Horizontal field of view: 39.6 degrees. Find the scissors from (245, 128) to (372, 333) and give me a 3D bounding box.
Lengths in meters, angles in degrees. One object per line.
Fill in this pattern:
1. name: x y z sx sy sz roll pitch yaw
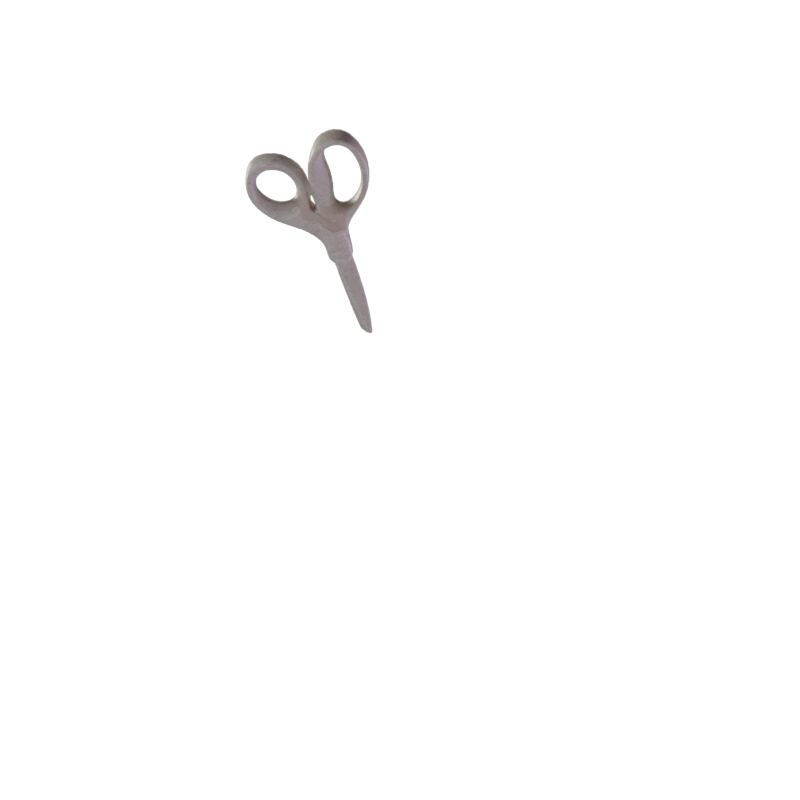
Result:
1. scissors: -0.064 -0.117 0.820 0.096 0.017 0.188 2 -42 -2
